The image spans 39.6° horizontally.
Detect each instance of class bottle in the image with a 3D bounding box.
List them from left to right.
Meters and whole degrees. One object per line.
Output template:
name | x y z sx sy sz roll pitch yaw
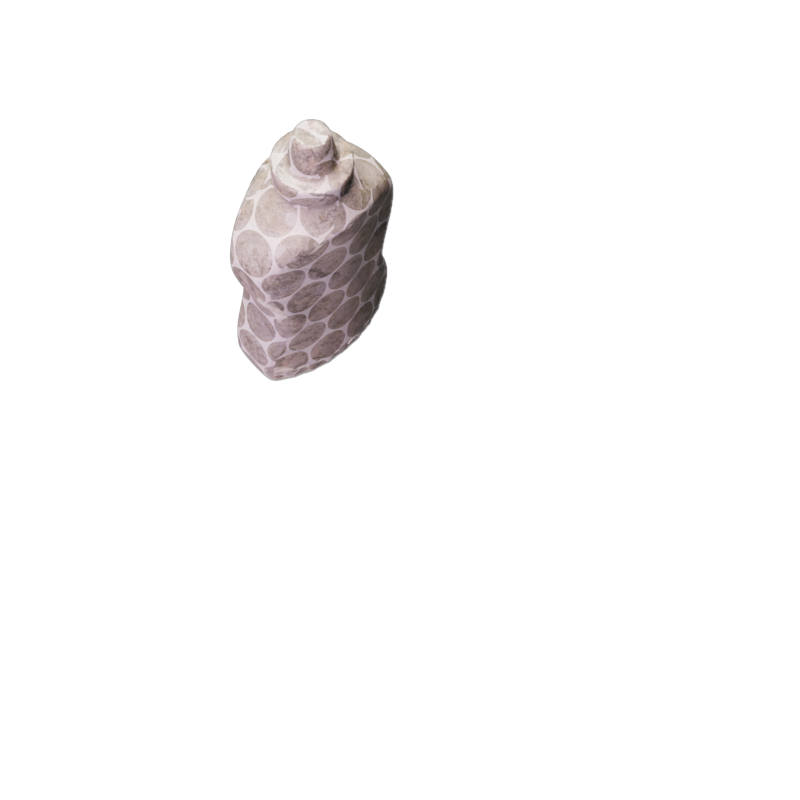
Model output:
bottle | -0.047 -0.085 0.593 0.097 0.061 0.181 -38 -17 -19
